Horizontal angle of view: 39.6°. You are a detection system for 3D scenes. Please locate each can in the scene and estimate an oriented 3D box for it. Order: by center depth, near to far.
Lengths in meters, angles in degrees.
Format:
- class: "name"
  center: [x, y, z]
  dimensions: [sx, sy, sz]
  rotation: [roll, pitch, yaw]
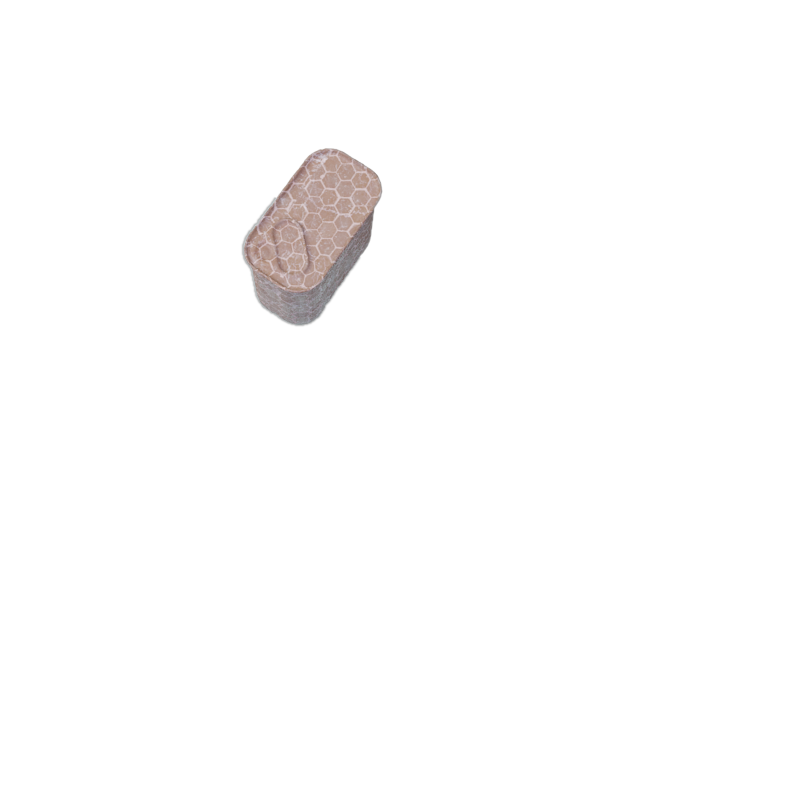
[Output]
- class: "can"
  center: [-0.059, -0.108, 0.756]
  dimensions: [0.059, 0.104, 0.080]
  rotation: [32, -16, 7]
